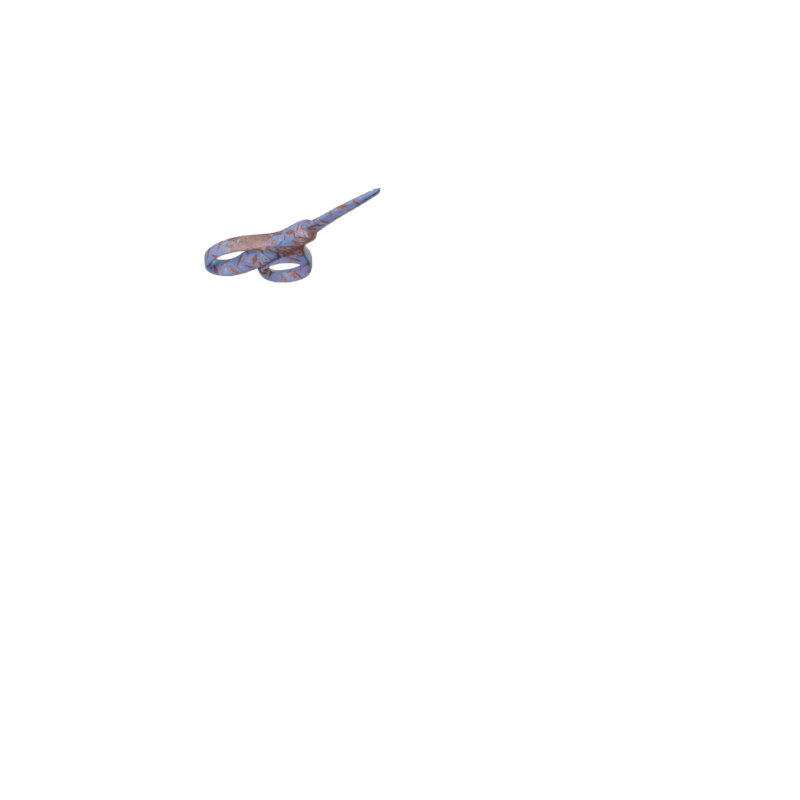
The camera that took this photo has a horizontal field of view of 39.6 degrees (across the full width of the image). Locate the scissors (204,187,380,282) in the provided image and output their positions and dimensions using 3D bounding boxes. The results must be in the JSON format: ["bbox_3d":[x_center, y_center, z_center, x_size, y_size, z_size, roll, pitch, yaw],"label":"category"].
[{"bbox_3d":[-0.068,-0.124,0.865,0.206,0.016,0.090,-11,-17,37],"label":"scissors"}]
